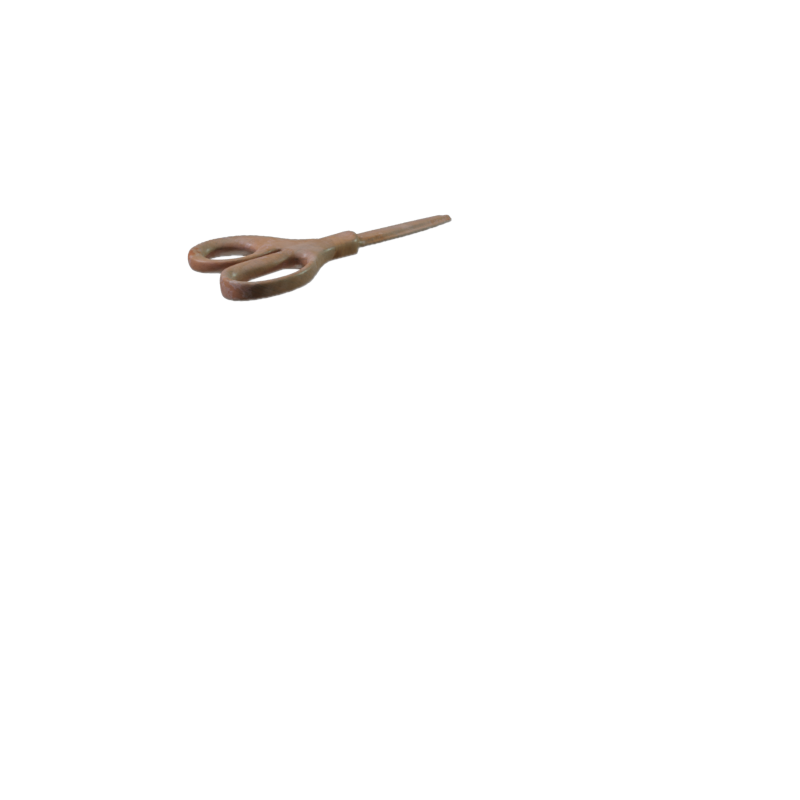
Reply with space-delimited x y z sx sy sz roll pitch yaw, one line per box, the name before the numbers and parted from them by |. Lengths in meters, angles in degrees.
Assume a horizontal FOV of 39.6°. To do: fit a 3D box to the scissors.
scissors | -0.058 -0.106 0.742 0.101 0.015 0.201 17 30 31
